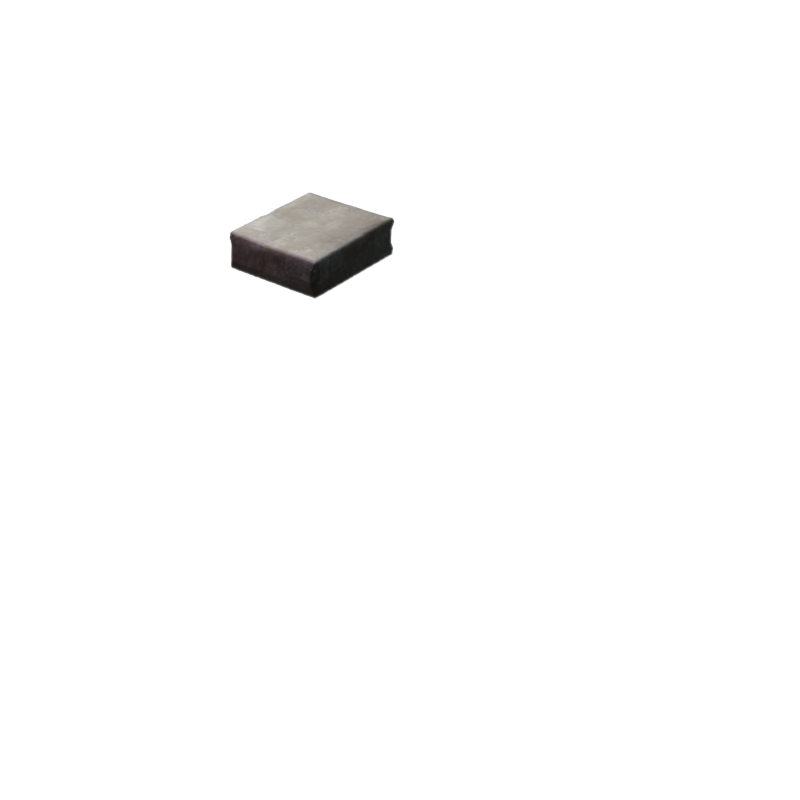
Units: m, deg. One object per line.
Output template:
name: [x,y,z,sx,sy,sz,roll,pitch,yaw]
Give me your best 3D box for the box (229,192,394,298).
box: [-0.058,-0.106,0.742,0.077,0.028,0.090,21,37,30]
